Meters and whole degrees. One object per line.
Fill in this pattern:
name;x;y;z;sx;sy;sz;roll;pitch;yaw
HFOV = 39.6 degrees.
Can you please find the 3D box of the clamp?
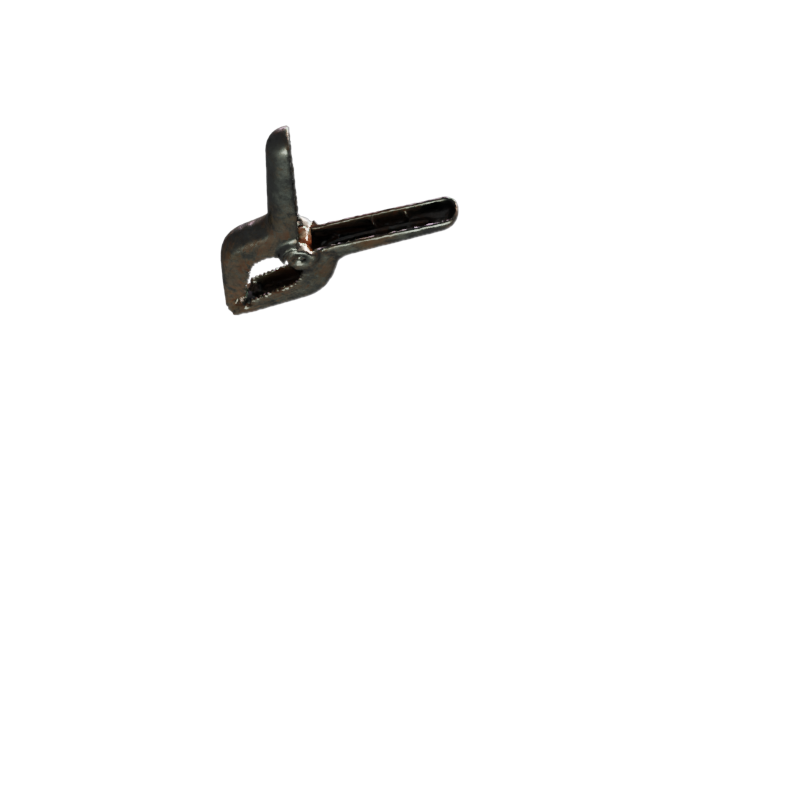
clamp;-0.068;-0.123;0.865;0.158;0.039;0.205;16;-35;-25
